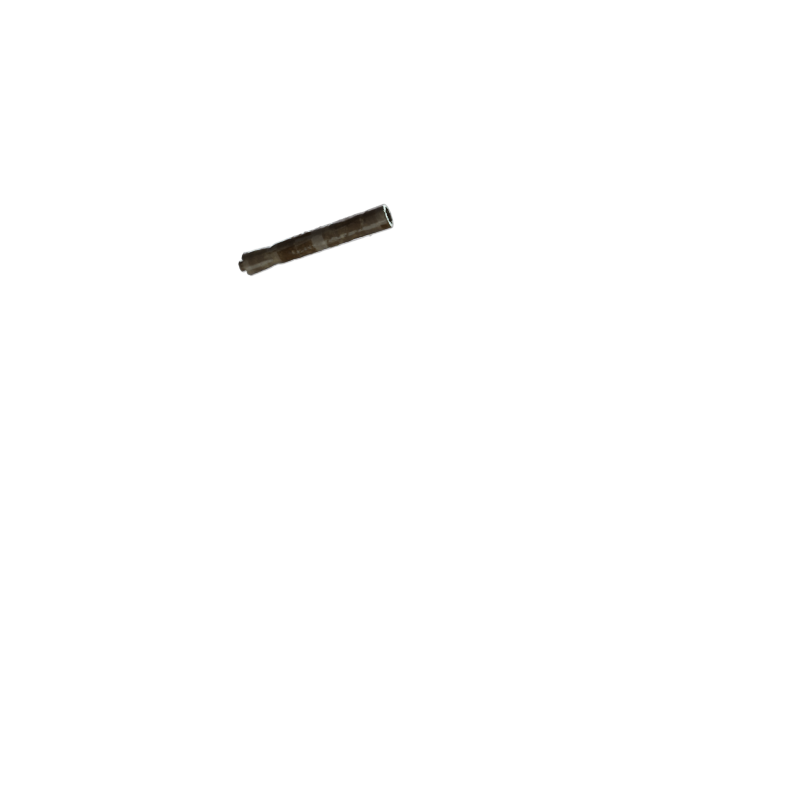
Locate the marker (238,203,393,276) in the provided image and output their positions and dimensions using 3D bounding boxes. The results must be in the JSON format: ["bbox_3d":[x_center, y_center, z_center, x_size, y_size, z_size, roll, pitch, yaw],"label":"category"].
[{"bbox_3d":[-0.064,-0.117,0.816,0.122,0.020,0.019,-16,-1,17],"label":"marker"}]
